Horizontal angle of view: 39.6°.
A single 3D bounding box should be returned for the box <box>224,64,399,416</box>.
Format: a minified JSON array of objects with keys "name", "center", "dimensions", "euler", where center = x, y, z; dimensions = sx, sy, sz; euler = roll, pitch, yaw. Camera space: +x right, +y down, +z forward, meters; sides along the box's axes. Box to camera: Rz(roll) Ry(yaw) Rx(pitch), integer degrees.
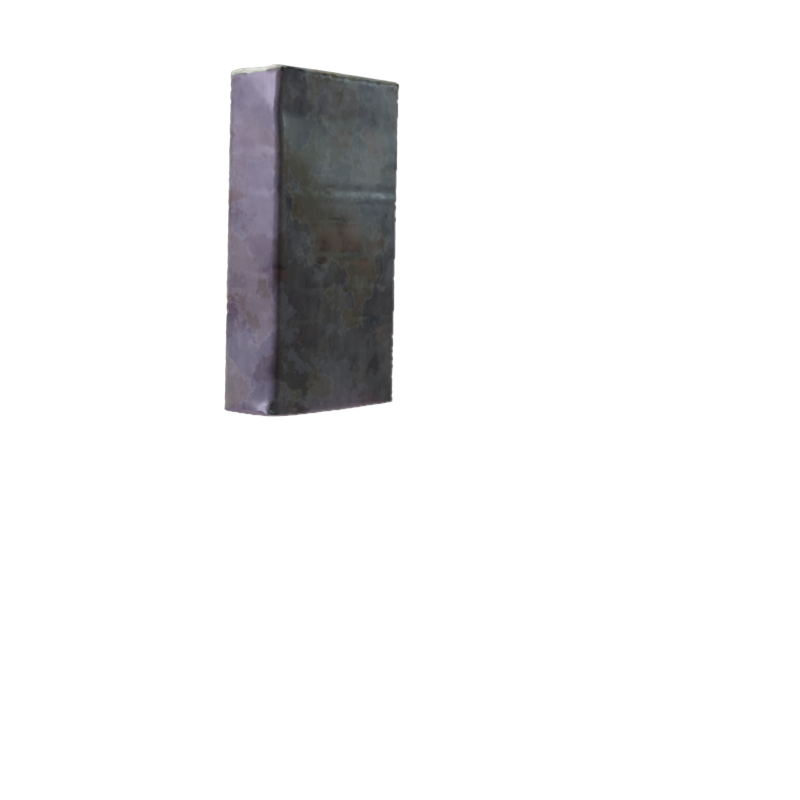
[{"name":"box","center":[-0.046,-0.084,0.587],"dimensions":[0.050,0.176,0.090],"euler":[0,1,42]}]
